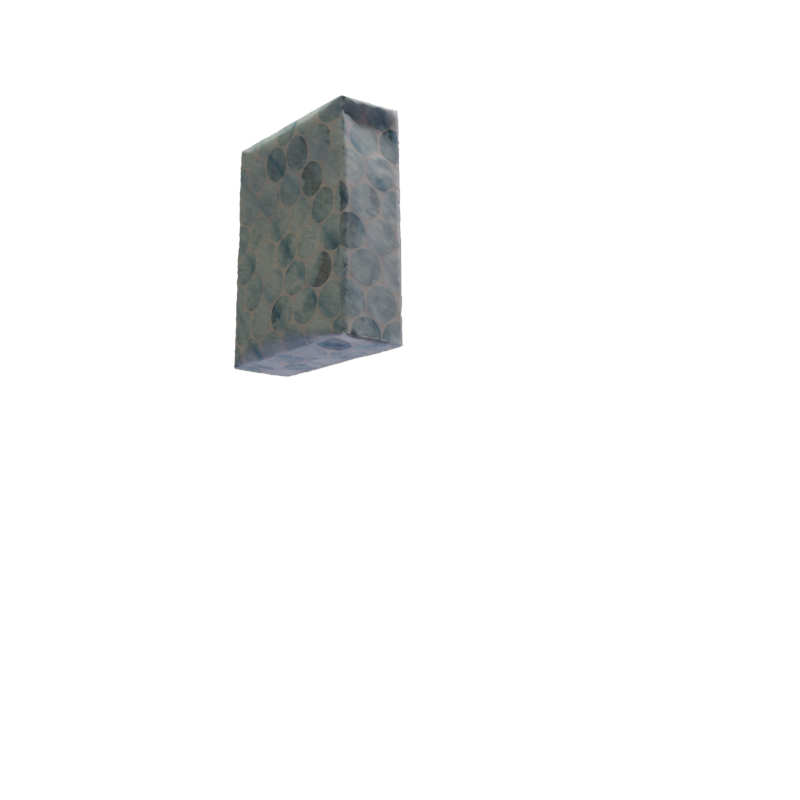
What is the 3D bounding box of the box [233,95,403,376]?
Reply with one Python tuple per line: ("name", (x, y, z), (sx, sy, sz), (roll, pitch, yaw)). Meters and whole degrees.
("box", (-0.077, -0.140, 0.979), (0.068, 0.222, 0.166), (12, -19, -38))
